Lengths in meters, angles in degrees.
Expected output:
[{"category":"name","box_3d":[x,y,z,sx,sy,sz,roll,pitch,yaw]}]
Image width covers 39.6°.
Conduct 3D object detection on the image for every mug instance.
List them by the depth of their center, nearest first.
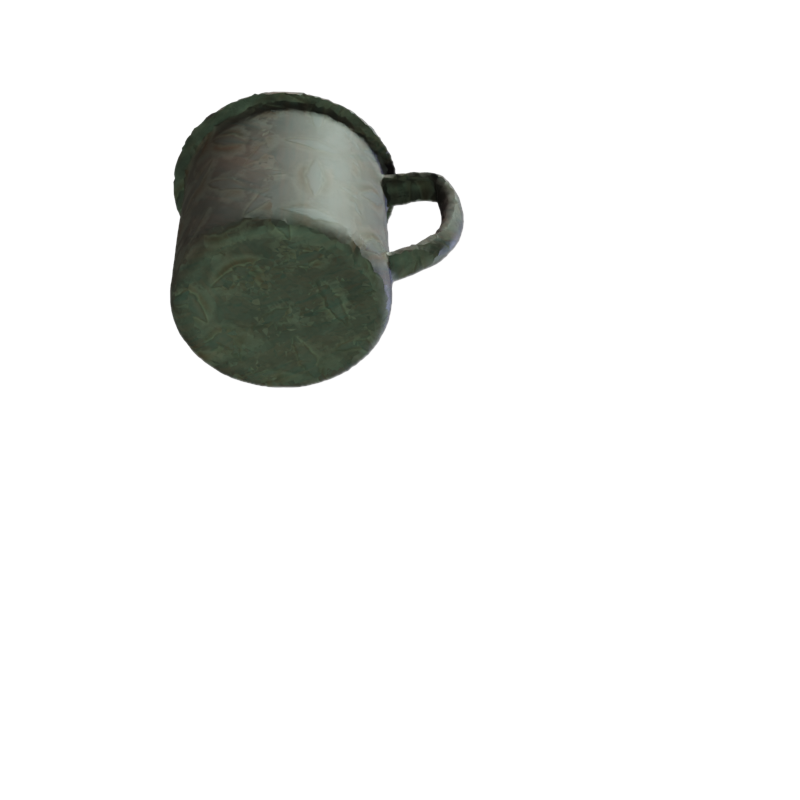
[{"category":"mug","box_3d":[-0.034,-0.061,0.429,0.118,0.086,0.087,-7,40,5]}]
